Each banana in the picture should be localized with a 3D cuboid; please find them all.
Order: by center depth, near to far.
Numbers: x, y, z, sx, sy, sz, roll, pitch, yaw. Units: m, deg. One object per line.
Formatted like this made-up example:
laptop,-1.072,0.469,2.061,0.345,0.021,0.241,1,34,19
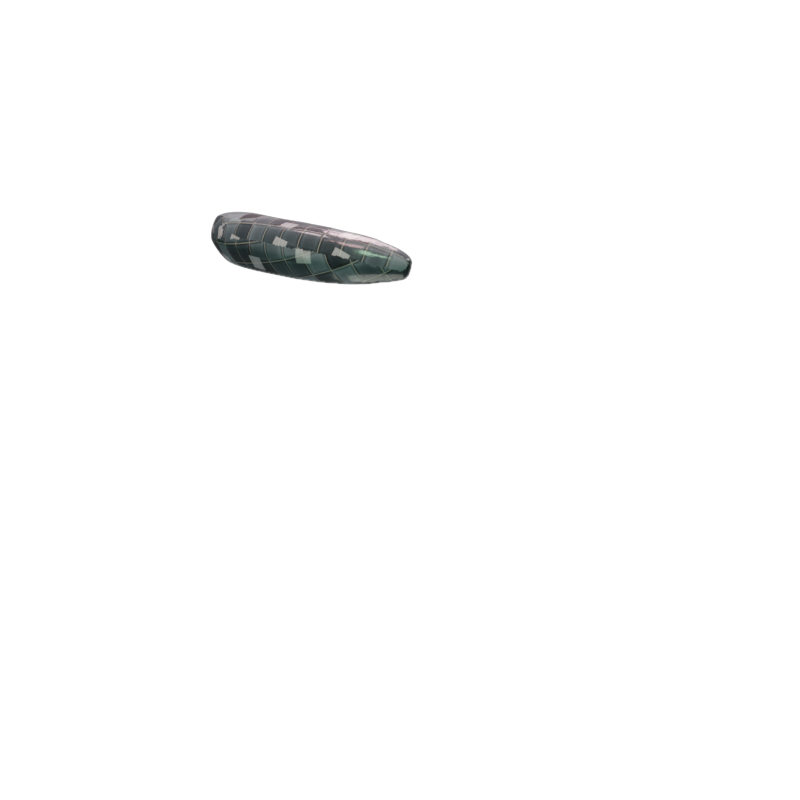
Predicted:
banana,-0.076,-0.105,0.744,0.068,0.036,0.209,-10,19,-34
